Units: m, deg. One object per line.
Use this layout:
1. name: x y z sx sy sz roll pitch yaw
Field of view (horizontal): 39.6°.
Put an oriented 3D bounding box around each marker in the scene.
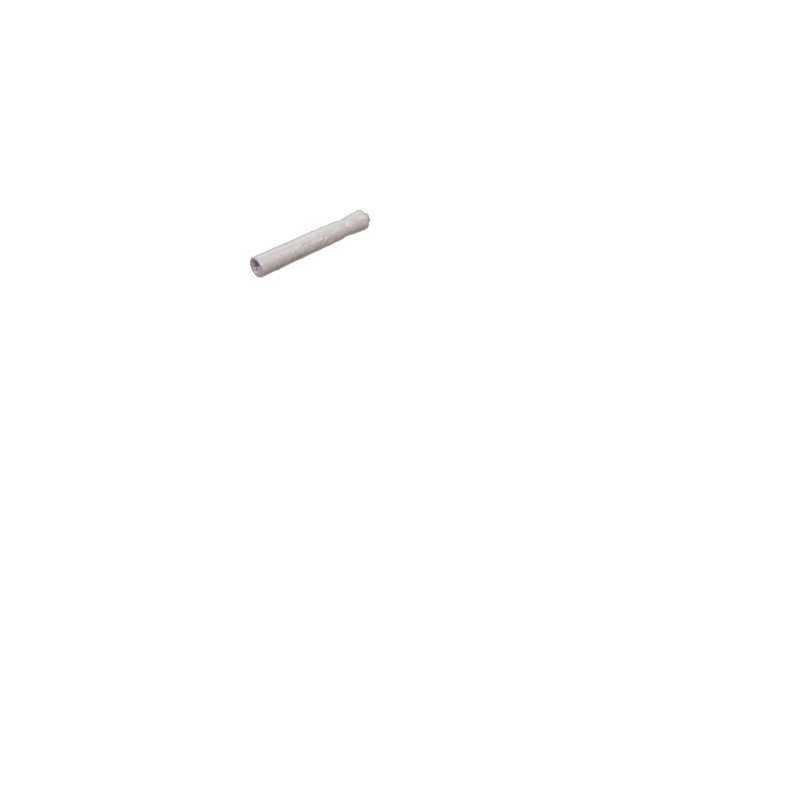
1. marker: -0.074 -0.136 0.950 0.121 0.019 0.021 -29 19 -30
